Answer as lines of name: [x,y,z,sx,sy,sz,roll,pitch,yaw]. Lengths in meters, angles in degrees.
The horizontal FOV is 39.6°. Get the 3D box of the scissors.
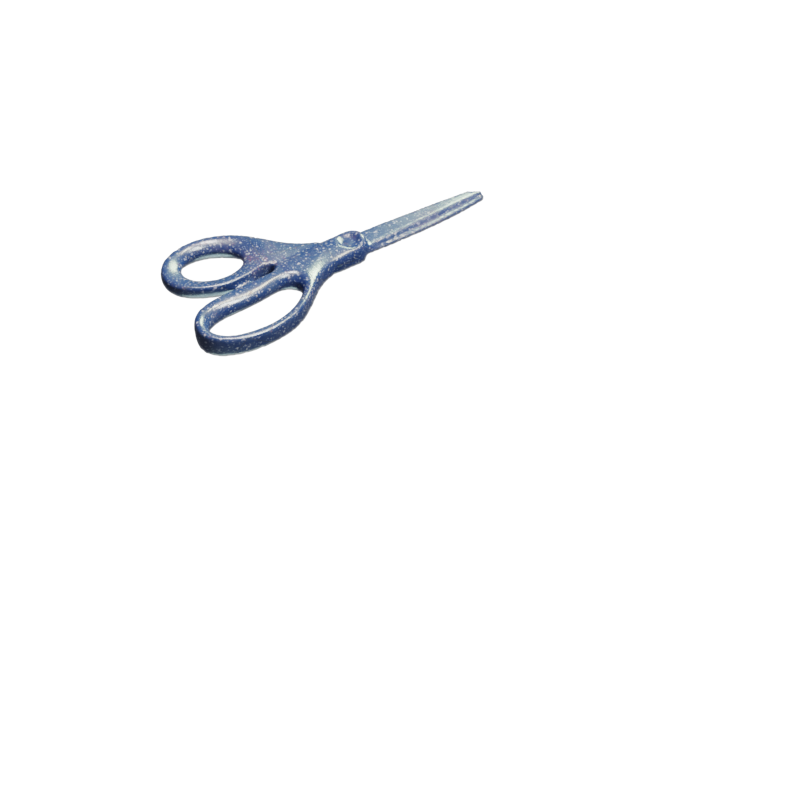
scissors: [-0.049,-0.089,0.621,0.102,0.015,0.204,27,48,27]
